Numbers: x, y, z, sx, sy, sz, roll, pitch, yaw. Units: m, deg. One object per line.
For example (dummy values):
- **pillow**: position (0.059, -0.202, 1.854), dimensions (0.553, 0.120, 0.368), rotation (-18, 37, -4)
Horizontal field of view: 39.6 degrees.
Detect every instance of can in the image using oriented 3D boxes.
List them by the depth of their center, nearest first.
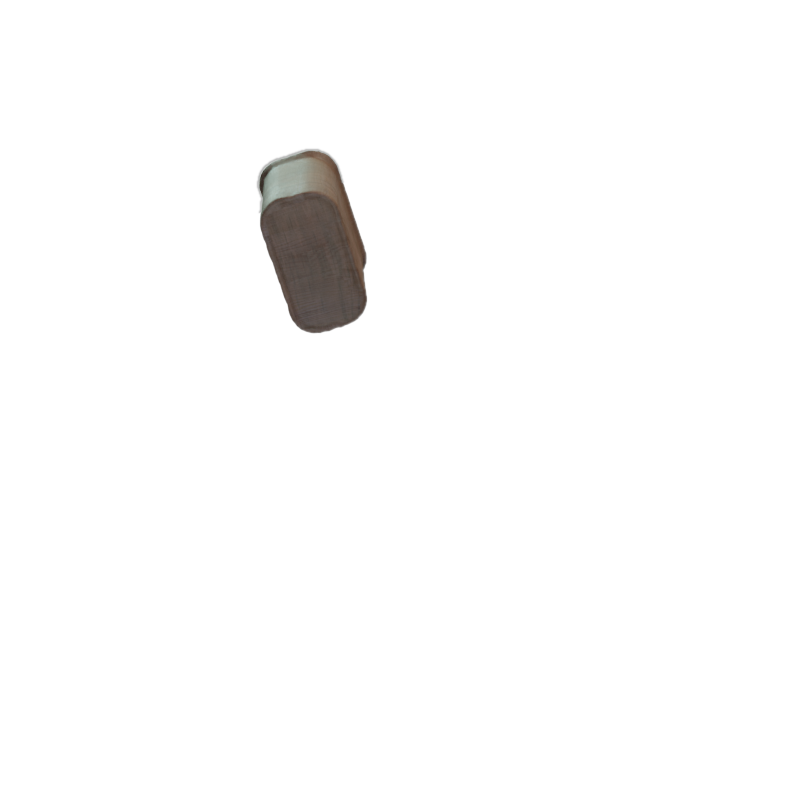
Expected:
- **can**: position (-0.058, -0.106, 0.743), dimensions (0.058, 0.097, 0.088), rotation (-16, 24, 5)
